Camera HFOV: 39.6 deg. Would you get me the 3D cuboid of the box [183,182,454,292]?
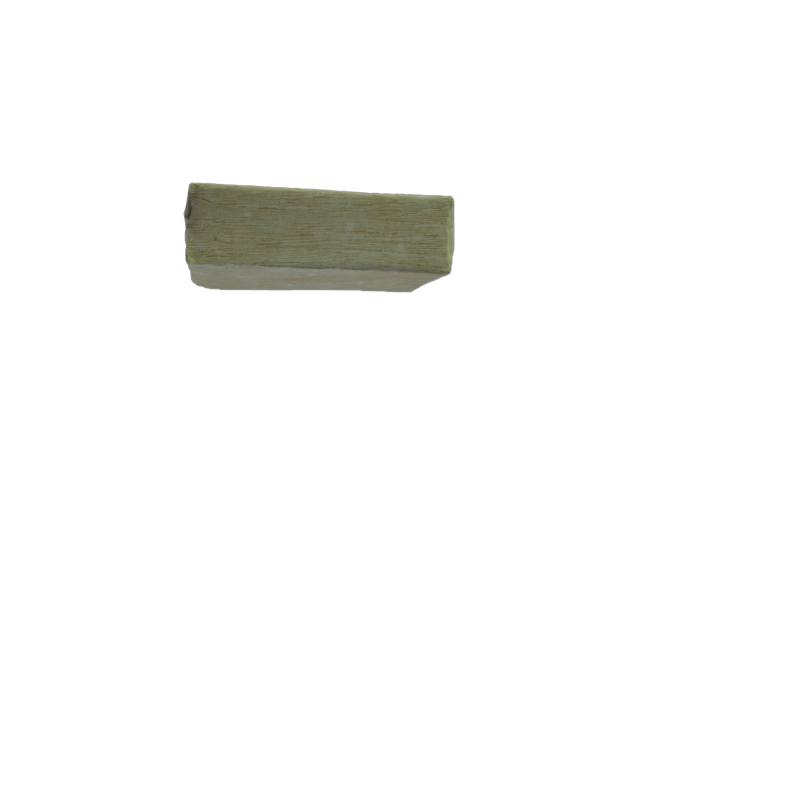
[{"bbox_3d":[-0.039,-0.071,0.496,0.112,0.039,0.090,0,-1,-7],"label":"box"}]
